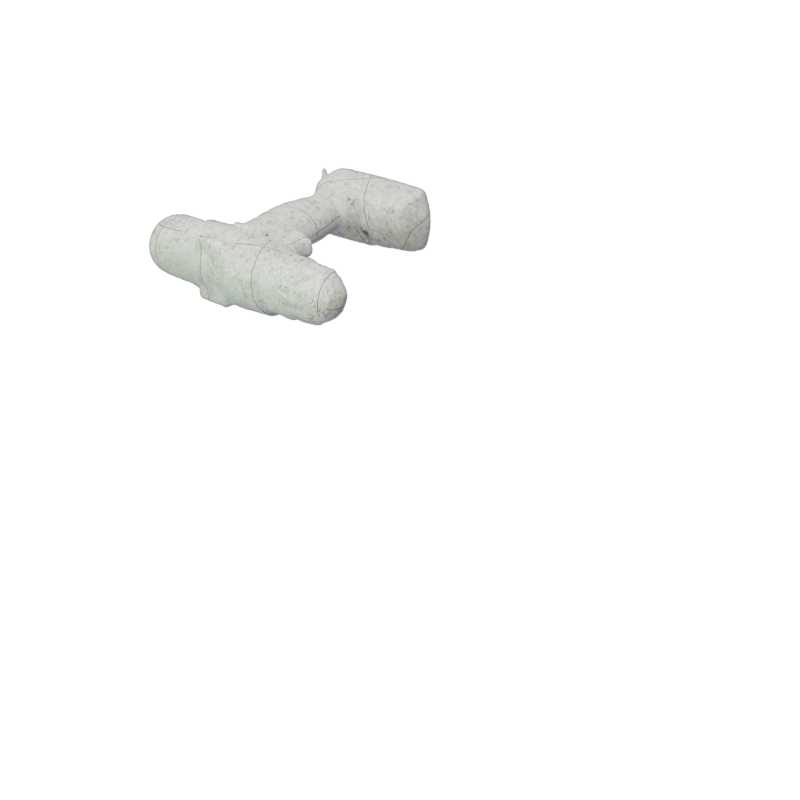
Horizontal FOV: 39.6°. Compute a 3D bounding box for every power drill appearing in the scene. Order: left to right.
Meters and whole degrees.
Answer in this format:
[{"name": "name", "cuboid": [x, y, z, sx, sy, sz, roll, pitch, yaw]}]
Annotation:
[{"name": "power drill", "cuboid": [-0.064, -0.117, 0.820, 0.196, 0.054, 0.186, 23, 35, 38]}]
